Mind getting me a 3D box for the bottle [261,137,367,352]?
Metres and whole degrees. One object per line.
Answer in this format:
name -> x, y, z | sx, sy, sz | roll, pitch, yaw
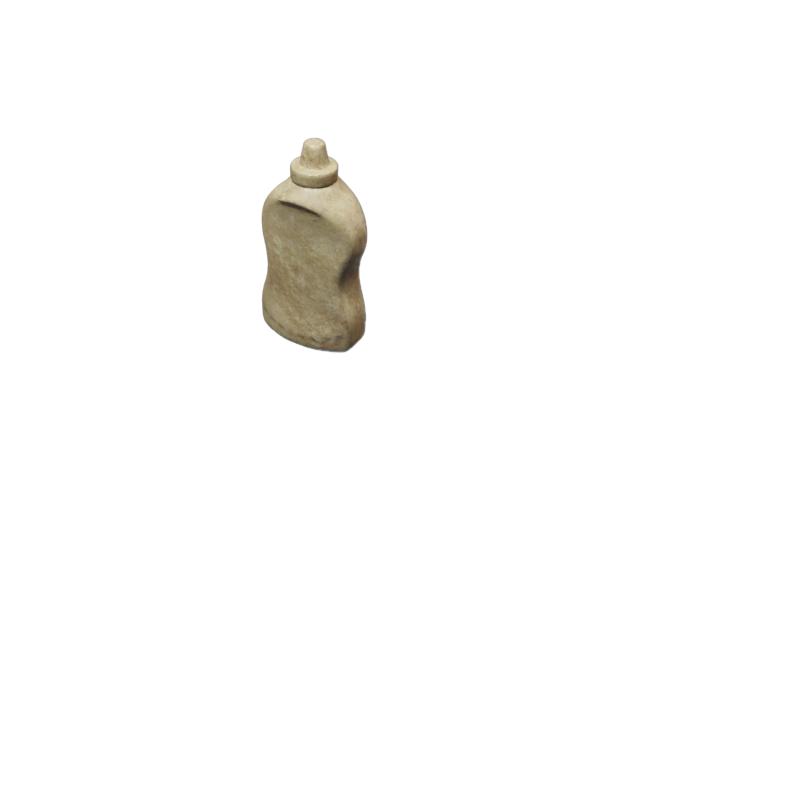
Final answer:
bottle -> -0.075, -0.138, 0.964 | 0.101, 0.180, 0.059 | 22, 38, 26
